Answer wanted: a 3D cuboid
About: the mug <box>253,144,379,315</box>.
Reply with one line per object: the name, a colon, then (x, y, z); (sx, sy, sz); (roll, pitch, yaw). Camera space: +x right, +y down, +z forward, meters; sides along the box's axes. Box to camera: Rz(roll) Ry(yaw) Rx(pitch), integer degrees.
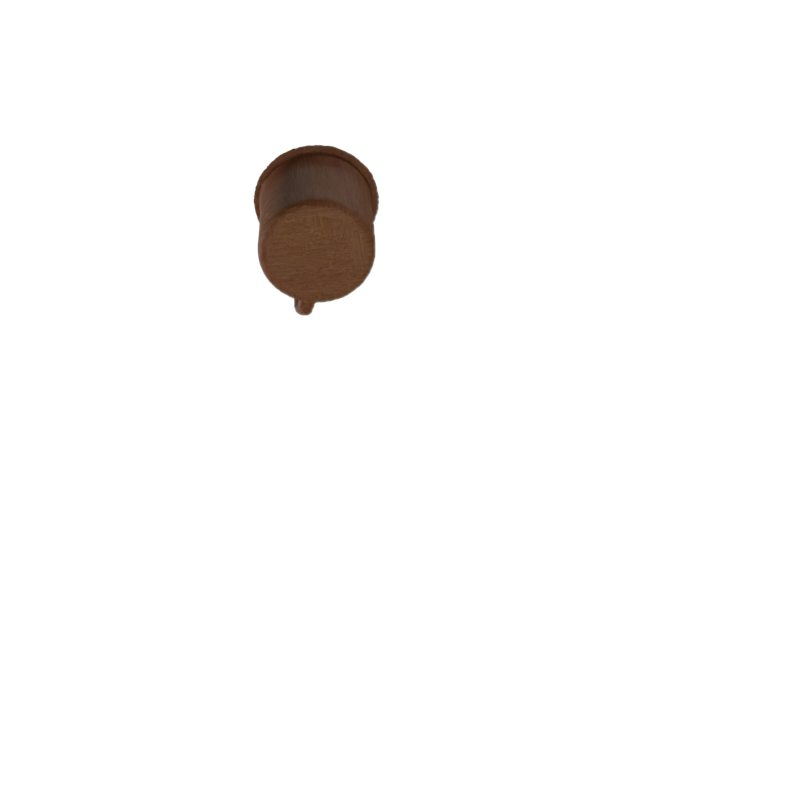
mug: (-0.062, -0.114, 0.796); (0.092, 0.111, 0.087); (10, 33, -9)
